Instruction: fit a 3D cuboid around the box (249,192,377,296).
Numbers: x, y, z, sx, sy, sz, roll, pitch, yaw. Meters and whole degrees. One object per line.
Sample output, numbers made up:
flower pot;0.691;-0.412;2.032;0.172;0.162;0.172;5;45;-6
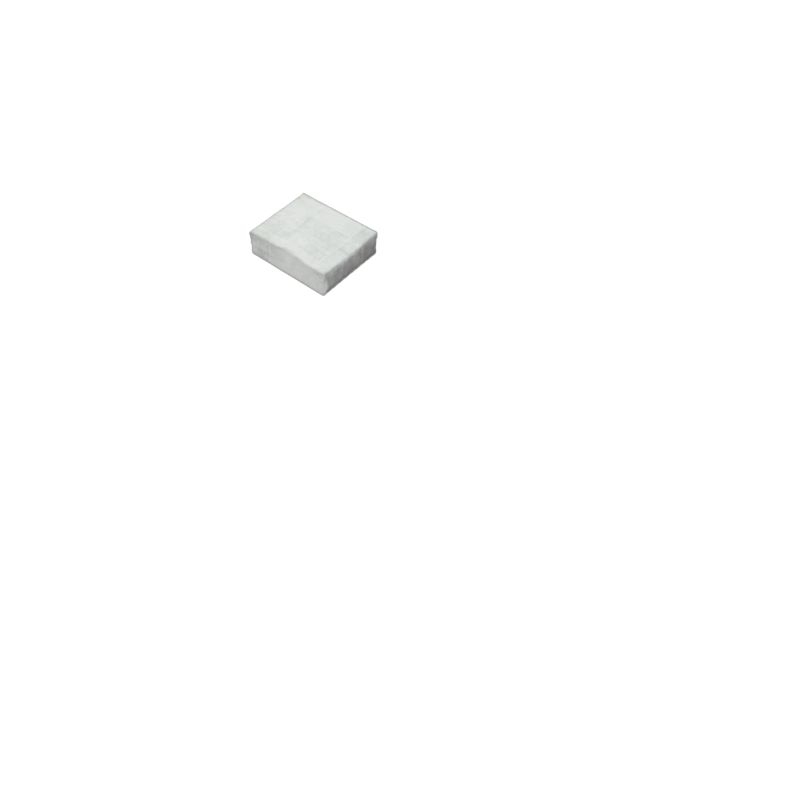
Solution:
box;-0.077;-0.140;0.980;0.095;0.028;0.074;31;53;27
